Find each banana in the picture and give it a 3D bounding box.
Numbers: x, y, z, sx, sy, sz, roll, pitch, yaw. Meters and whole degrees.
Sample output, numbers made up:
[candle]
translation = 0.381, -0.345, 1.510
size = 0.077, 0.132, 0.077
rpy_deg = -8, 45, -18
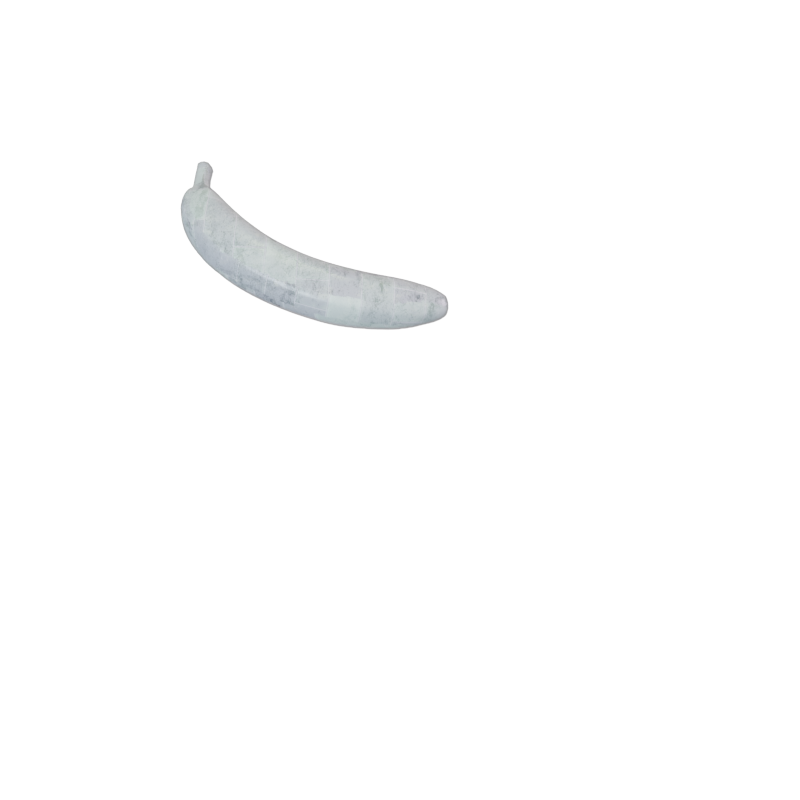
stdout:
[banana]
translation = -0.068, -0.088, 0.695
size = 0.206, 0.071, 0.034
rpy_deg = 32, -25, 17
